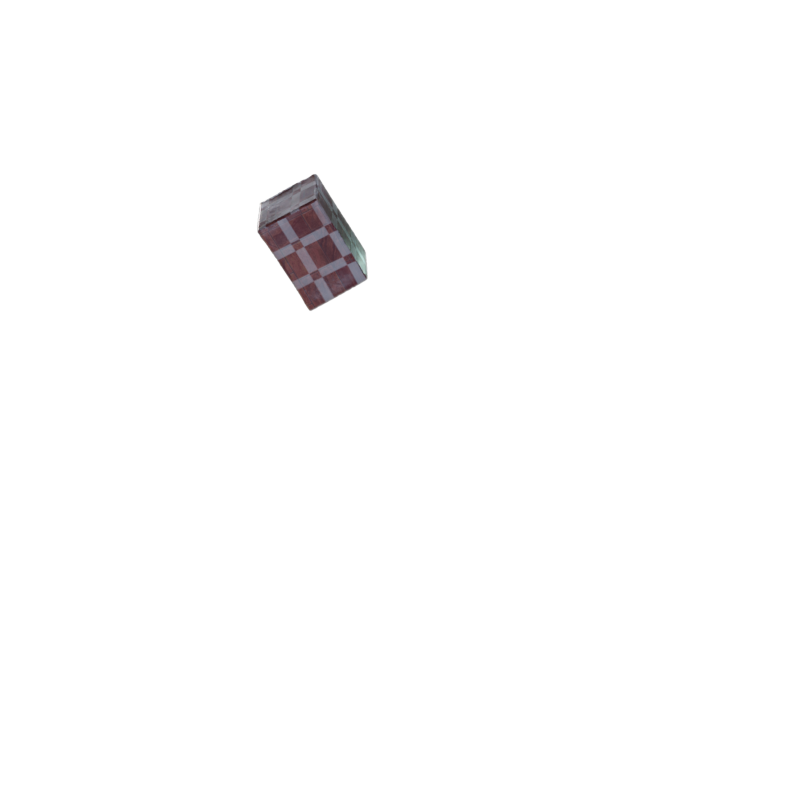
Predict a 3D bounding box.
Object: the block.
[{"bbox_3d":[-0.065,-0.119,0.832,0.053,0.074,0.054,-27,25,12],"label":"block"}]
